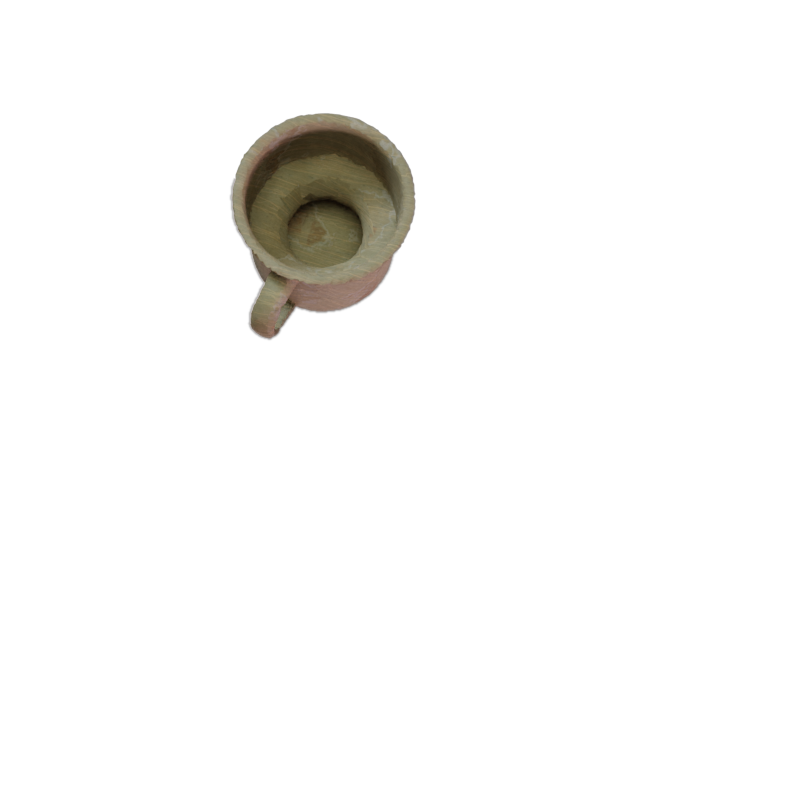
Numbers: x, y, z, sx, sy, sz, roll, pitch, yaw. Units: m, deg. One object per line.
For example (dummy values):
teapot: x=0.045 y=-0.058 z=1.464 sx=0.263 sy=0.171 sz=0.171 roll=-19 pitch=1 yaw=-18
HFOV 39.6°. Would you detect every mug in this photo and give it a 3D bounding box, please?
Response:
mug: x=-0.046 y=-0.085 z=0.593 sx=0.095 sy=0.120 sz=0.078 roll=24 pitch=-15 yaw=5
